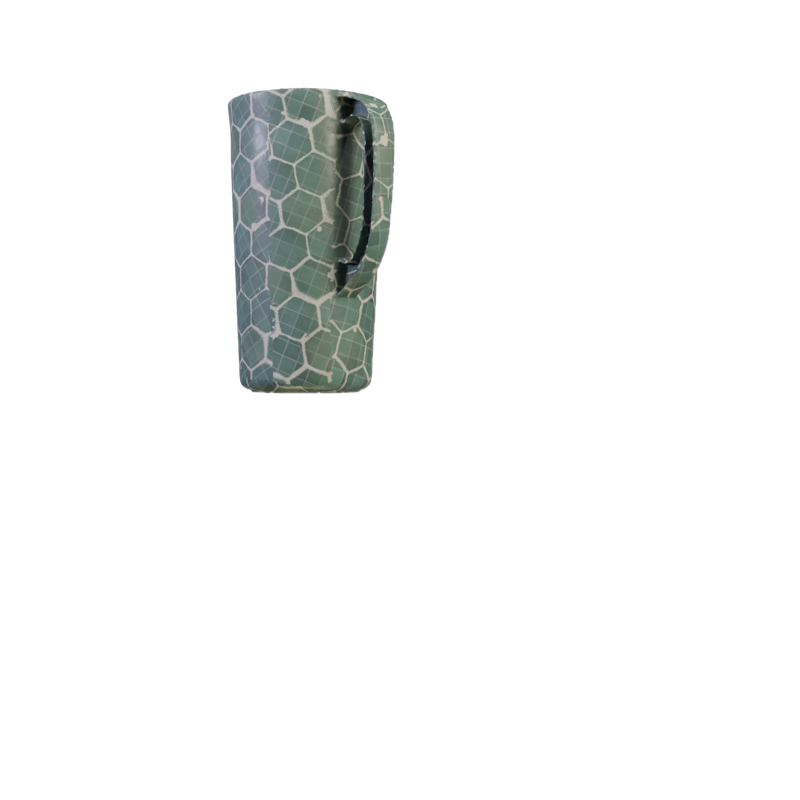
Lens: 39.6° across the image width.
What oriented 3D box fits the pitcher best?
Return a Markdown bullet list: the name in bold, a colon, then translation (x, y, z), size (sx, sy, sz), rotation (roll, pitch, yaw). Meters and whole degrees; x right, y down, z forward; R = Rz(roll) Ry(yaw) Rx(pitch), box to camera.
- **pitcher**: translation (-0.071, -0.129, 0.902), size (0.146, 0.246, 0.146), rotation (-1, -4, 7)
